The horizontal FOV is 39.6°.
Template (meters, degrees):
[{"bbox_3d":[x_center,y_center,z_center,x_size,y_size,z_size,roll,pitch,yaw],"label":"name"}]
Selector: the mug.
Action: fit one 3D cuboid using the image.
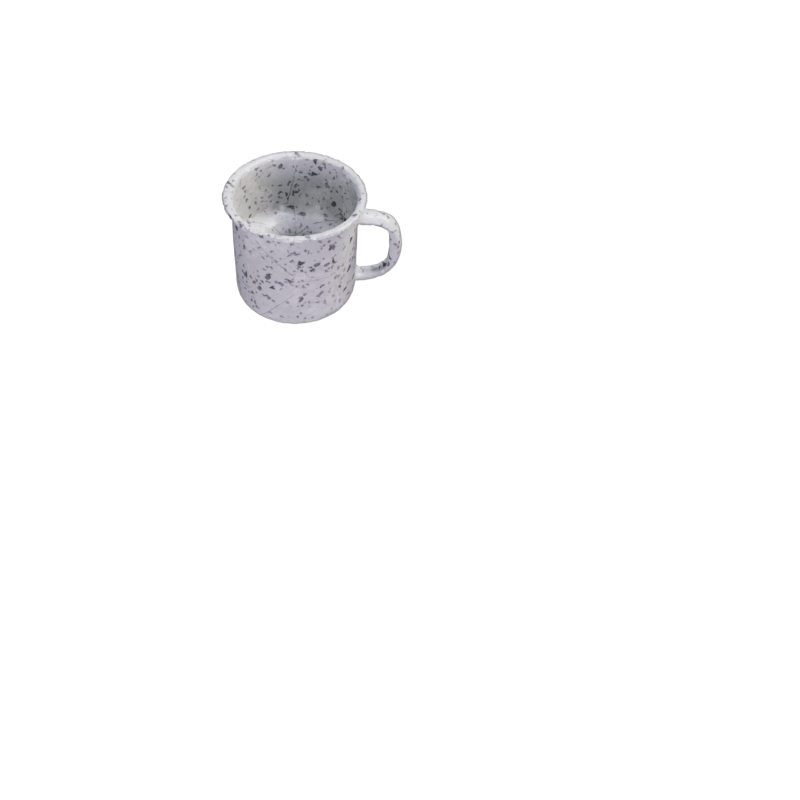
[{"bbox_3d":[-0.057,-0.105,0.734,0.117,0.076,0.100,2,45,1],"label":"mug"}]
